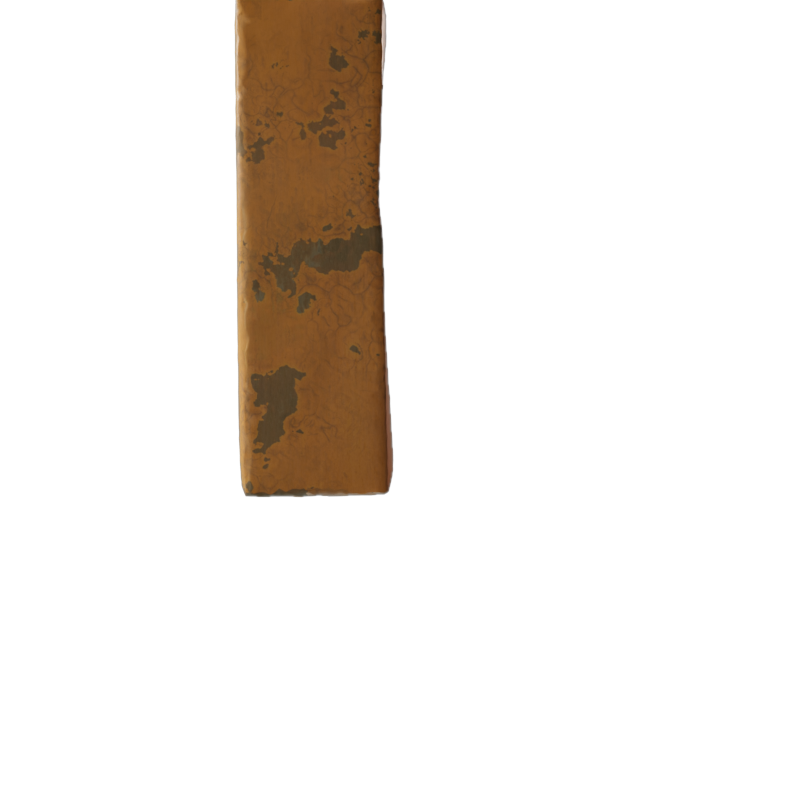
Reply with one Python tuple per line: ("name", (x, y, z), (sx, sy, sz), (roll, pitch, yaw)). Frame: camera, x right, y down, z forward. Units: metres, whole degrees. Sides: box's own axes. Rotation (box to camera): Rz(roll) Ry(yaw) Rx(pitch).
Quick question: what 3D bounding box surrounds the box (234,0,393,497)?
("box", (-0.043, -0.078, 0.543), (0.071, 0.213, 0.166), (0, 4, -5))
